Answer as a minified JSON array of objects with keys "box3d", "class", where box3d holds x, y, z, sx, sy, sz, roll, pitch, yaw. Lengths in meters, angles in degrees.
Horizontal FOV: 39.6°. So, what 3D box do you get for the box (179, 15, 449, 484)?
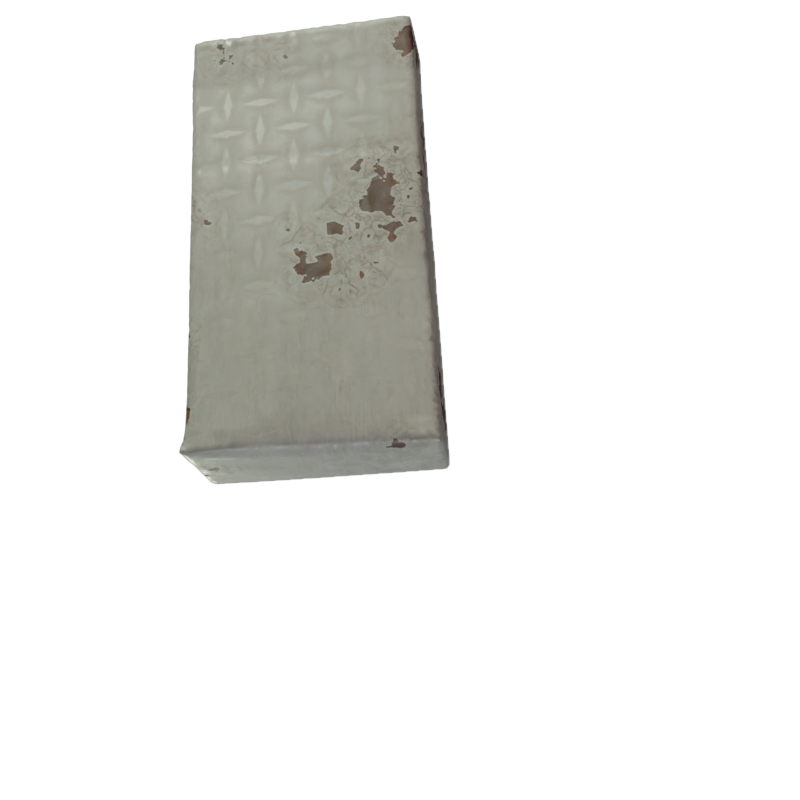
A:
[{"box3d":[-0.033,-0.061,0.430,0.094,0.187,0.045,-6,-26,8],"class":"box"}]
